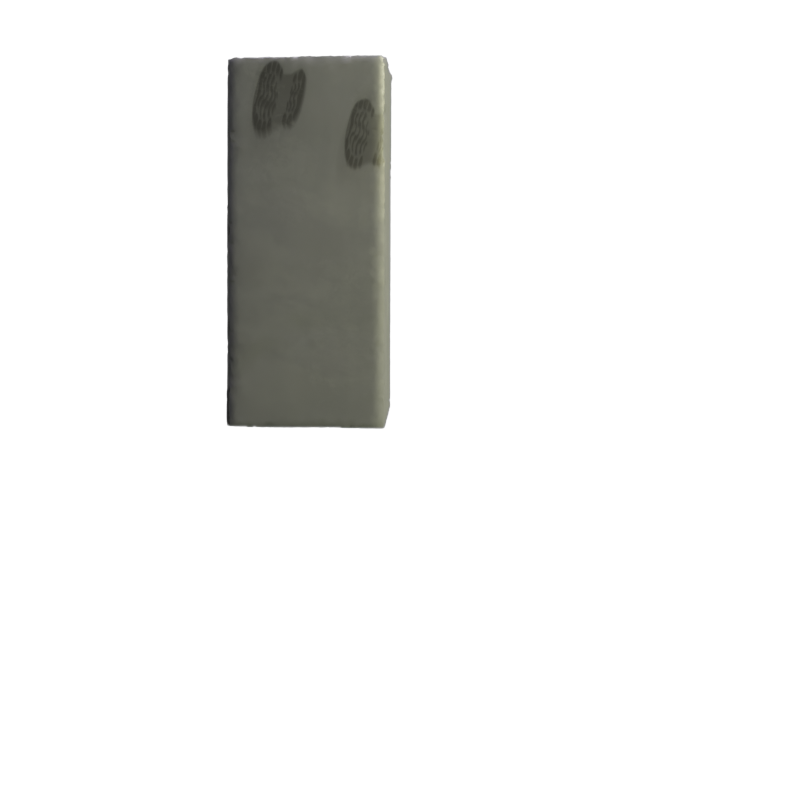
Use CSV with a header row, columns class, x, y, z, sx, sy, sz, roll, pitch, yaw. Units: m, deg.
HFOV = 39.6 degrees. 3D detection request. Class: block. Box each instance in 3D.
class,x,y,z,sx,sy,sz,roll,pitch,yaw
block,-0.051,-0.094,0.655,0.091,0.206,0.090,0,1,4
